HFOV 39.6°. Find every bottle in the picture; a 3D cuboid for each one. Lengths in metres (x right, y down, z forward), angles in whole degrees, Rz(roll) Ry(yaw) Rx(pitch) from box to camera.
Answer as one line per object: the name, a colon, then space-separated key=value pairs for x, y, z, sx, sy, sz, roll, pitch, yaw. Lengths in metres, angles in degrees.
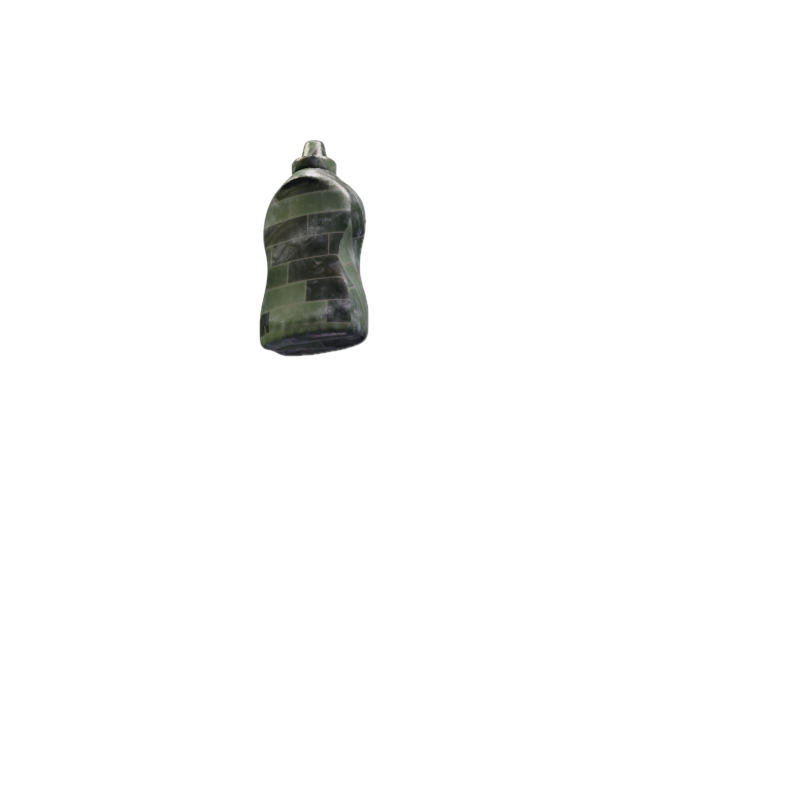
bottle: x=-0.076 y=-0.139 z=0.975 sx=0.098 sy=0.201 sz=0.055 roll=-13 pitch=-22 yaw=31
